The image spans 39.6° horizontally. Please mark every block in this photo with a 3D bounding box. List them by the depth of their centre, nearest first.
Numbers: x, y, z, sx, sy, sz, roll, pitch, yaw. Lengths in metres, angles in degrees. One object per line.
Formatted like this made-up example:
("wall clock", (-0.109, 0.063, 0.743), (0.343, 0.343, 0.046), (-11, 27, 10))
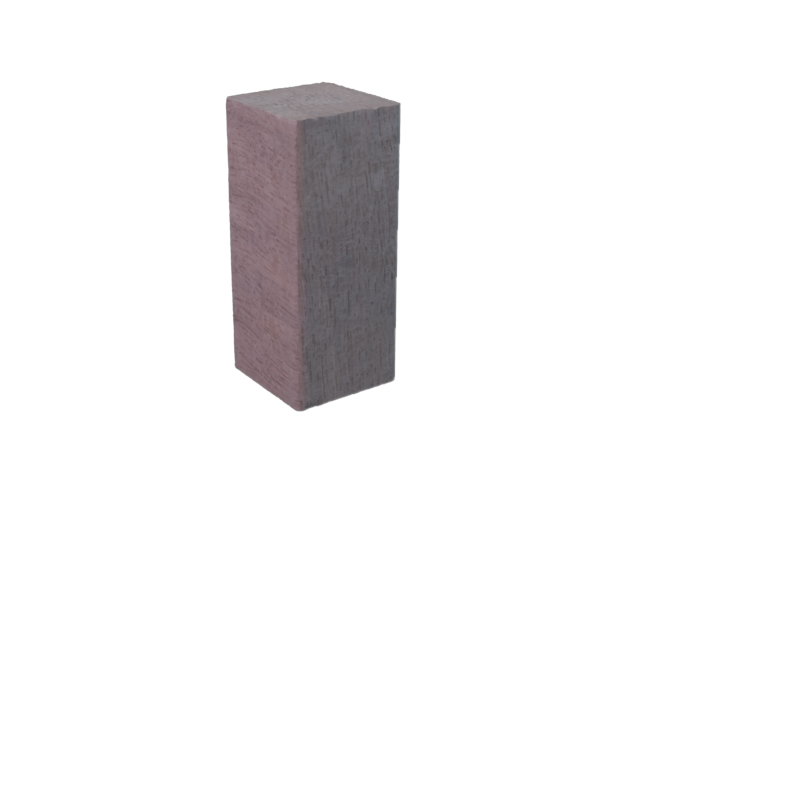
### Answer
("block", (-0.062, -0.112, 0.785), (0.088, 0.197, 0.097), (-15, 27, -34))
